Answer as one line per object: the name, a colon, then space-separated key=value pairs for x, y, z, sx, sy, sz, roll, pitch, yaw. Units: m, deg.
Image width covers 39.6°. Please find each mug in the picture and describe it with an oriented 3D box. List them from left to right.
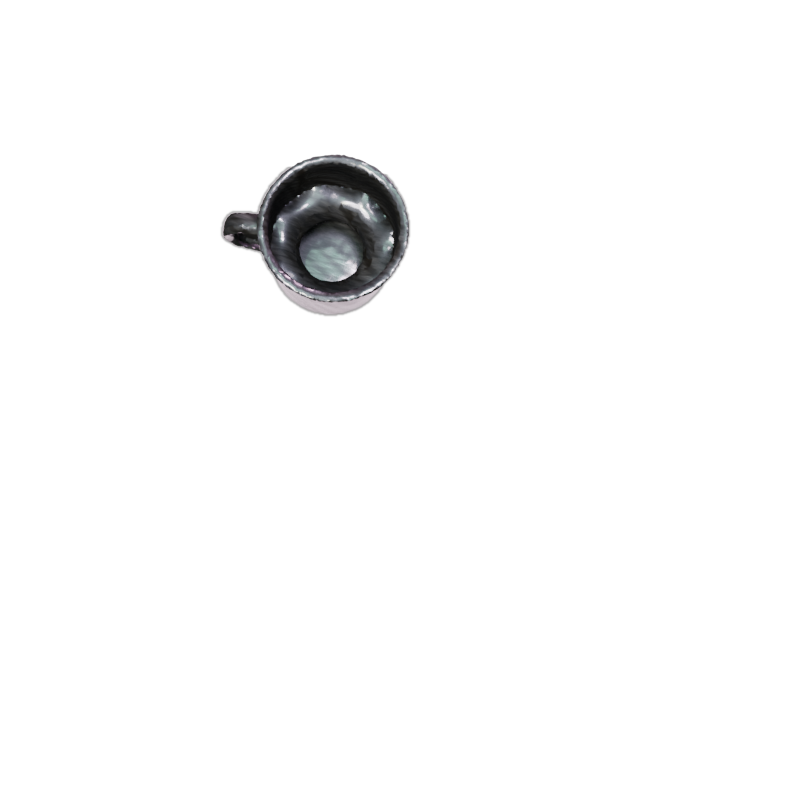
mug: x=-0.056 y=-0.102 z=0.712 sx=0.117 sy=0.096 sz=0.079 roll=4 pitch=-11 yaw=-1
